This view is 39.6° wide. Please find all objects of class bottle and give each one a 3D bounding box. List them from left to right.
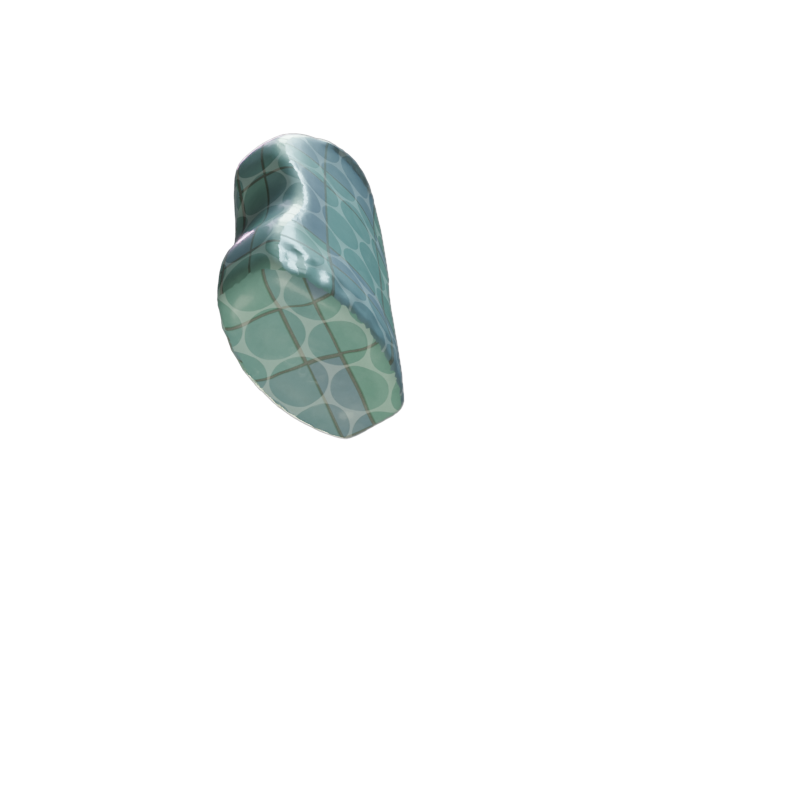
[{"bbox_3d":[-0.042,-0.076,0.536,0.058,0.090,0.205,-33,32,19],"label":"bottle"}]
